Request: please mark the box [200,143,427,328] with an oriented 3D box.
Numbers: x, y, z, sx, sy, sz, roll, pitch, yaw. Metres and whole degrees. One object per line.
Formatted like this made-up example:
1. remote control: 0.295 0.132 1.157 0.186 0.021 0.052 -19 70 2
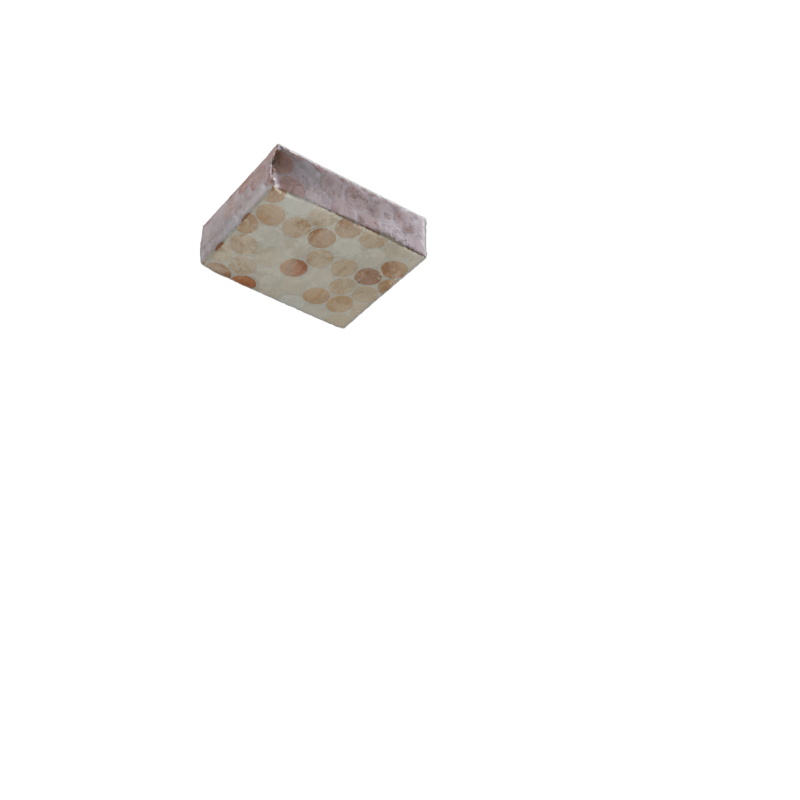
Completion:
1. box: -0.053 -0.097 0.681 0.108 0.042 0.088 23 -43 -28
